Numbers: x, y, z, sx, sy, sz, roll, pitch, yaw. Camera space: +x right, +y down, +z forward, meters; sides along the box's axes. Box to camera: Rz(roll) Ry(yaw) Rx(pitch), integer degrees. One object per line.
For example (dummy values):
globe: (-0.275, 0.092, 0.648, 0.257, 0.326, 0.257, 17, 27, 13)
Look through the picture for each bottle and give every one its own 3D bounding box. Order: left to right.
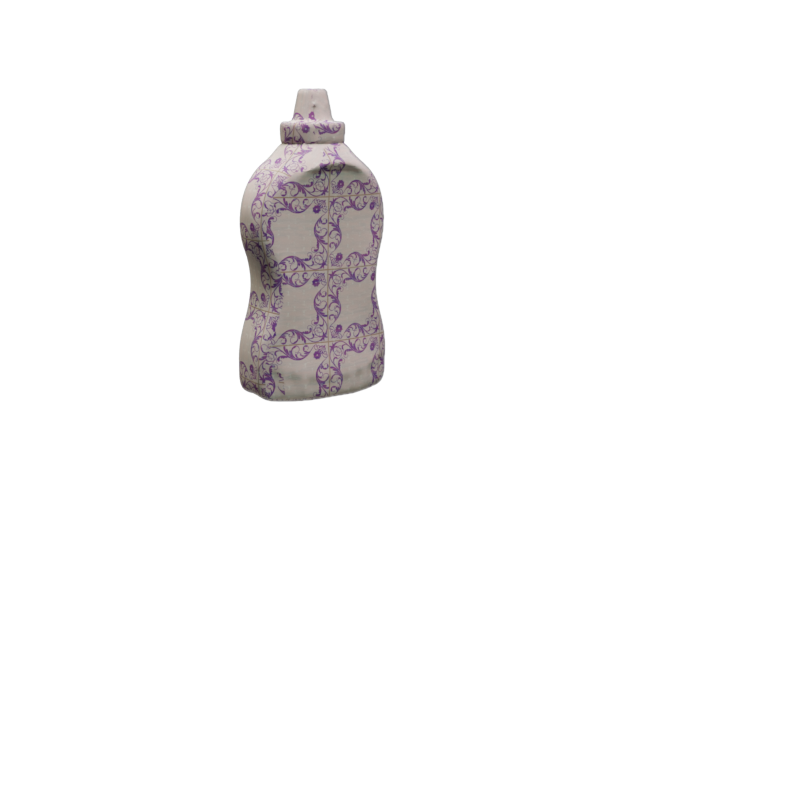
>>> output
bottle: (-0.055, -0.100, 0.702, 0.093, 0.188, 0.061, -5, 10, -32)
